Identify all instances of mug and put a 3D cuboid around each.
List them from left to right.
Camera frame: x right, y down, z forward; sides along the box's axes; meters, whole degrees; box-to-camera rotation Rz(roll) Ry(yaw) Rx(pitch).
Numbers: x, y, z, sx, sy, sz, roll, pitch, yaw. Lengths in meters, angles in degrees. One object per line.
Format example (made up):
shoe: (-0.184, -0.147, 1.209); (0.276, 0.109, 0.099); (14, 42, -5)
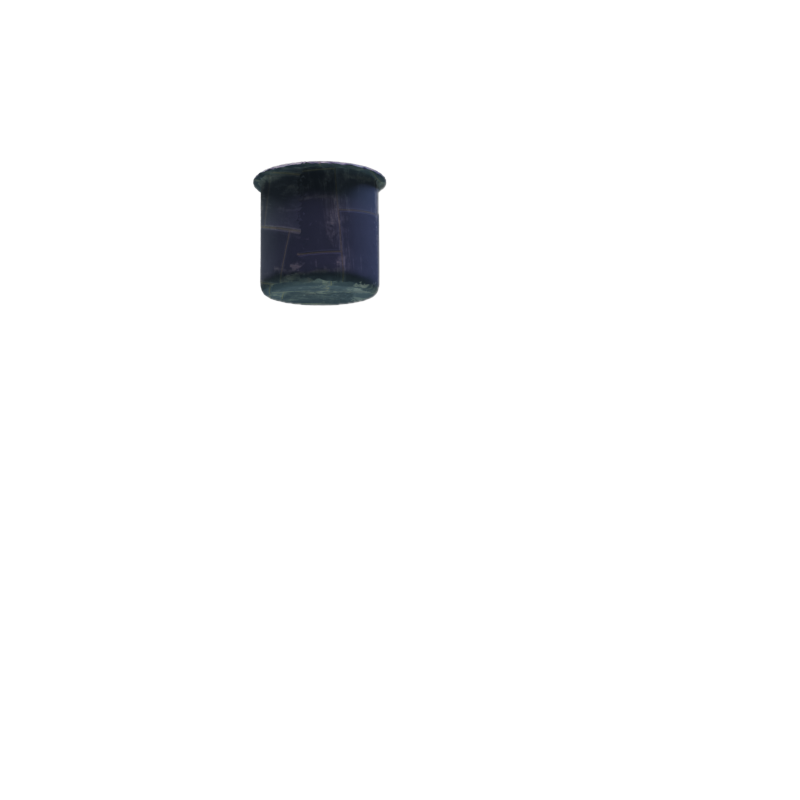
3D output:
mug: (-0.061, -0.110, 0.774); (0.090, 0.084, 0.118); (4, -10, -25)
